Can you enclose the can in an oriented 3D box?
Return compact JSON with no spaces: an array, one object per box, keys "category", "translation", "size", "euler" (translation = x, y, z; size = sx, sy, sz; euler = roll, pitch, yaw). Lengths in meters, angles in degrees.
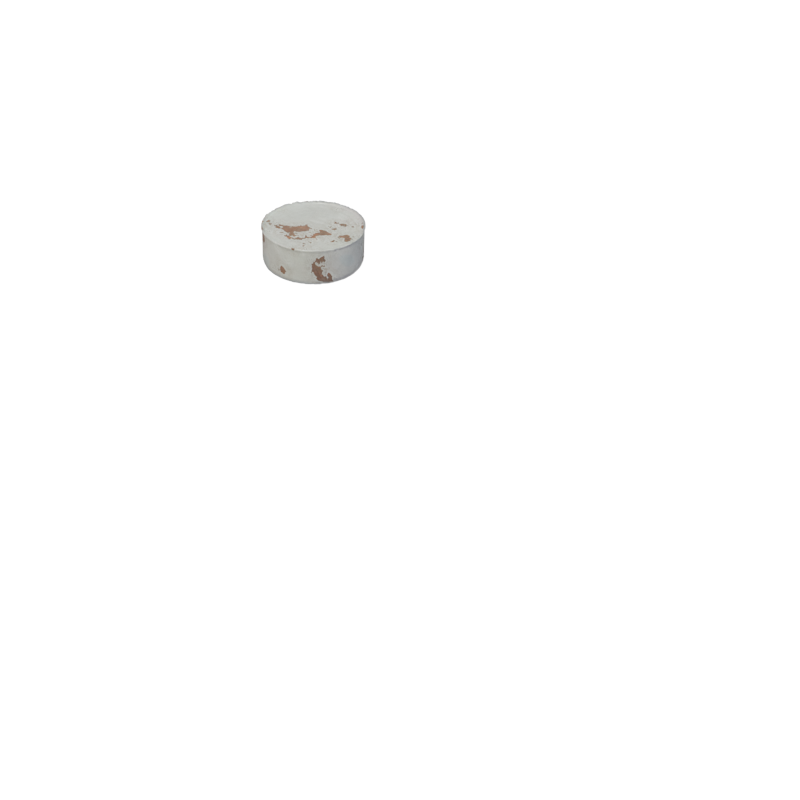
[{"category":"can","translation":[-0.072,-0.131,0.917],"size":[0.086,0.031,0.092],"euler":[-1,35,-2]}]
